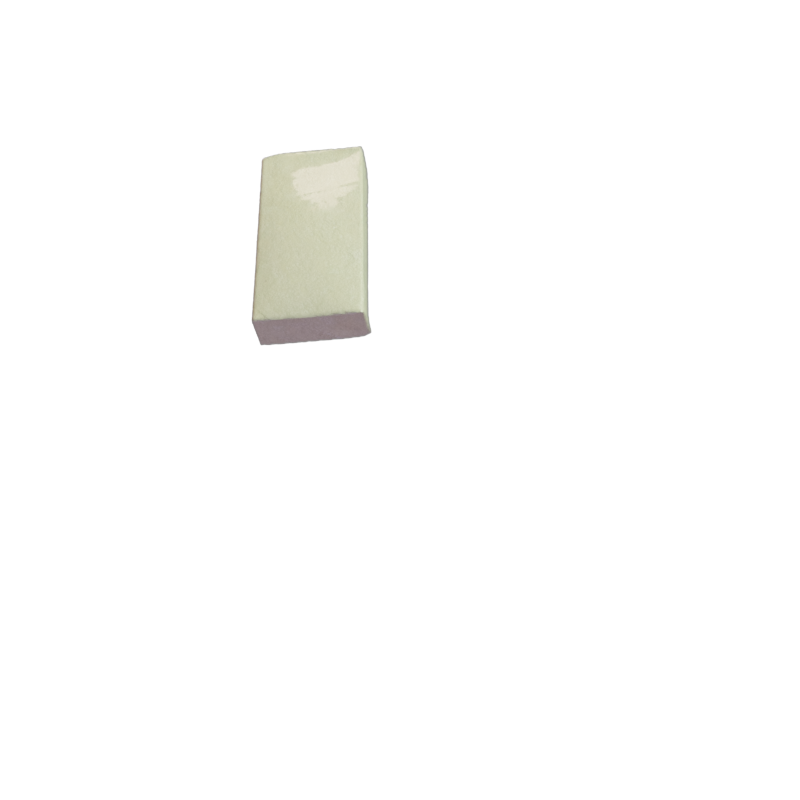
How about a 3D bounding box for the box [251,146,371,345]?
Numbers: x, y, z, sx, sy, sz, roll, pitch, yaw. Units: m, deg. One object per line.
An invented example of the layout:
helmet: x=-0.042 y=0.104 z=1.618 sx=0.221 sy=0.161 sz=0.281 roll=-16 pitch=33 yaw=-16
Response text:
box: x=-0.074 y=-0.134 z=0.938 sx=0.094 sy=0.188 sz=0.045 roll=-6 pitch=-32 yaw=6
